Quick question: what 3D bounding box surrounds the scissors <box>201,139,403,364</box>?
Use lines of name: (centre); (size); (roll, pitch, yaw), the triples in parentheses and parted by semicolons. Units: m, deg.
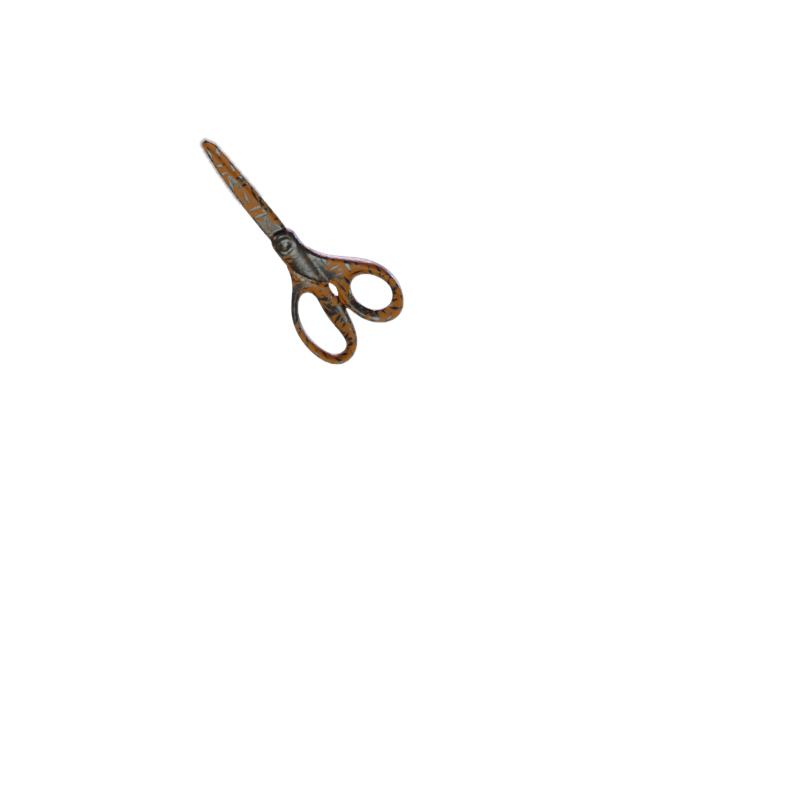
scissors: (-0.064, -0.118, 0.823); (0.096, 0.191, 0.017); (-19, 21, 8)
